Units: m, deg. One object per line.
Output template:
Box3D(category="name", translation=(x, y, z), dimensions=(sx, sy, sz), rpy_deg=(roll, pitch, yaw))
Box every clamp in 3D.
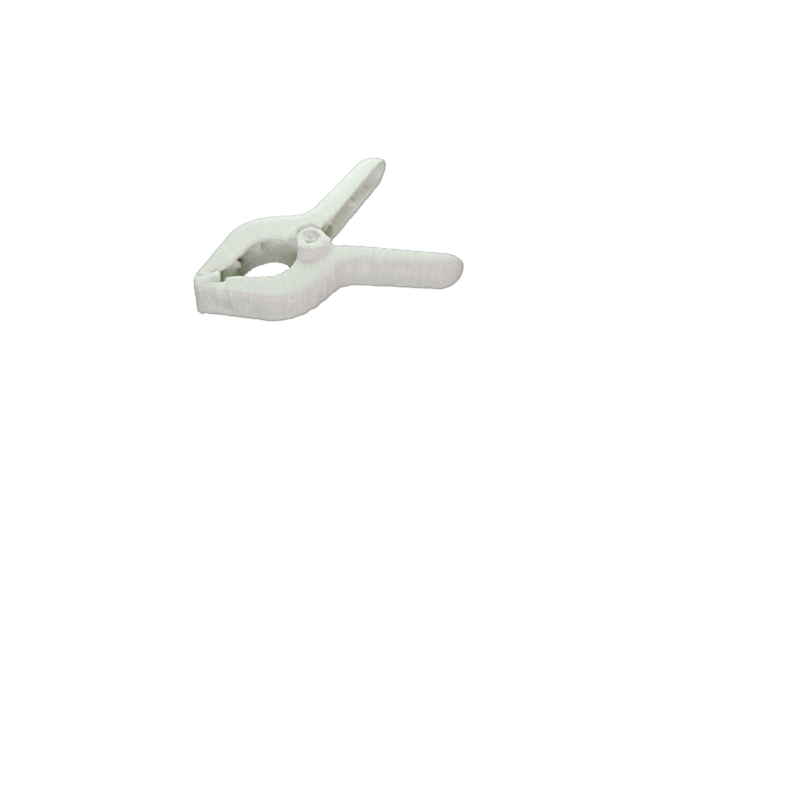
Box3D(category="clamp", translation=(-0.057, -0.105, 0.732), dimensions=(0.170, 0.036, 0.130), rpy_deg=(-13, 46, -13))
